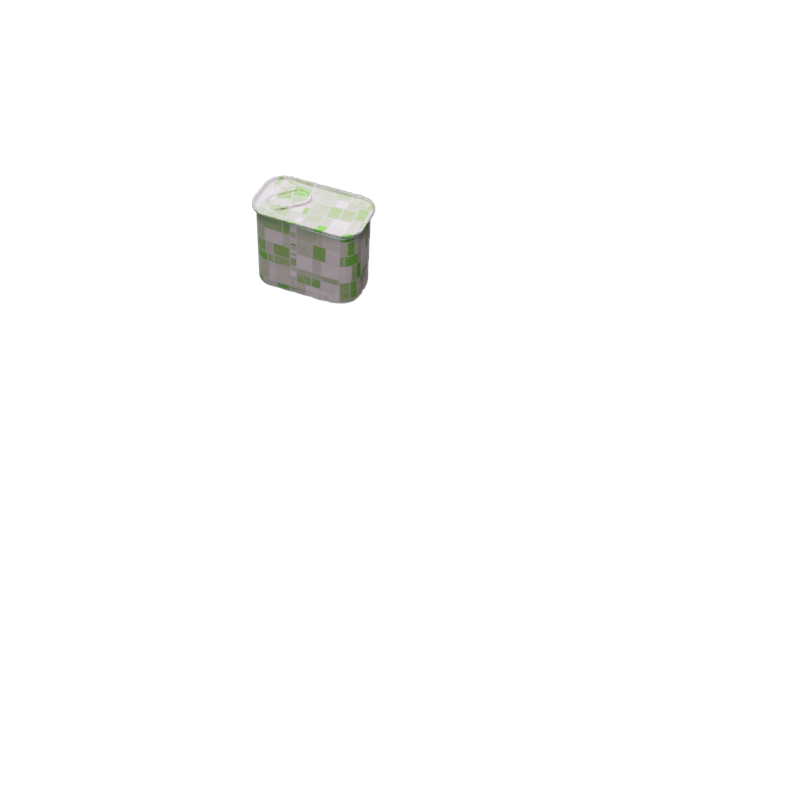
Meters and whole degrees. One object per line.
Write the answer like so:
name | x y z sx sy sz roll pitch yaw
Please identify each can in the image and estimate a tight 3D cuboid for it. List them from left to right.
can | -0.075 -0.137 0.960 0.105 0.078 0.060 18 46 16
